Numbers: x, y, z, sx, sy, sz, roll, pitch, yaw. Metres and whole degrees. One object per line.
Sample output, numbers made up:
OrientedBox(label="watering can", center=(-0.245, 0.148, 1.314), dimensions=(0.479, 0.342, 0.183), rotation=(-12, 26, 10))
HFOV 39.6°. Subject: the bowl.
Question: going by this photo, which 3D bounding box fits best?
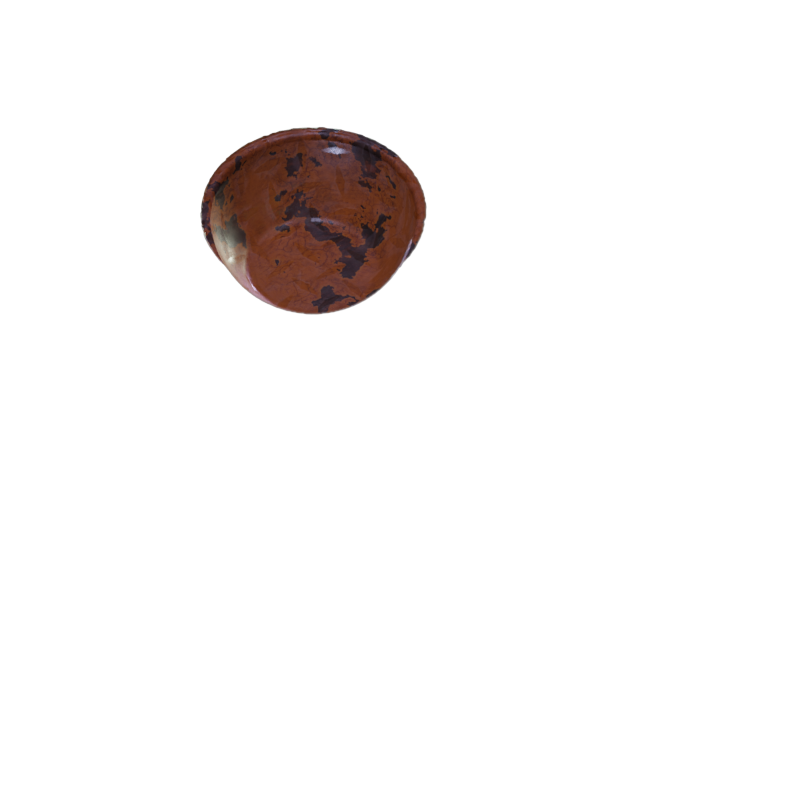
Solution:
OrientedBox(label="bowl", center=(-0.061, -0.111, 0.775), dimensions=(0.162, 0.059, 0.151), rotation=(1, -43, -1))
